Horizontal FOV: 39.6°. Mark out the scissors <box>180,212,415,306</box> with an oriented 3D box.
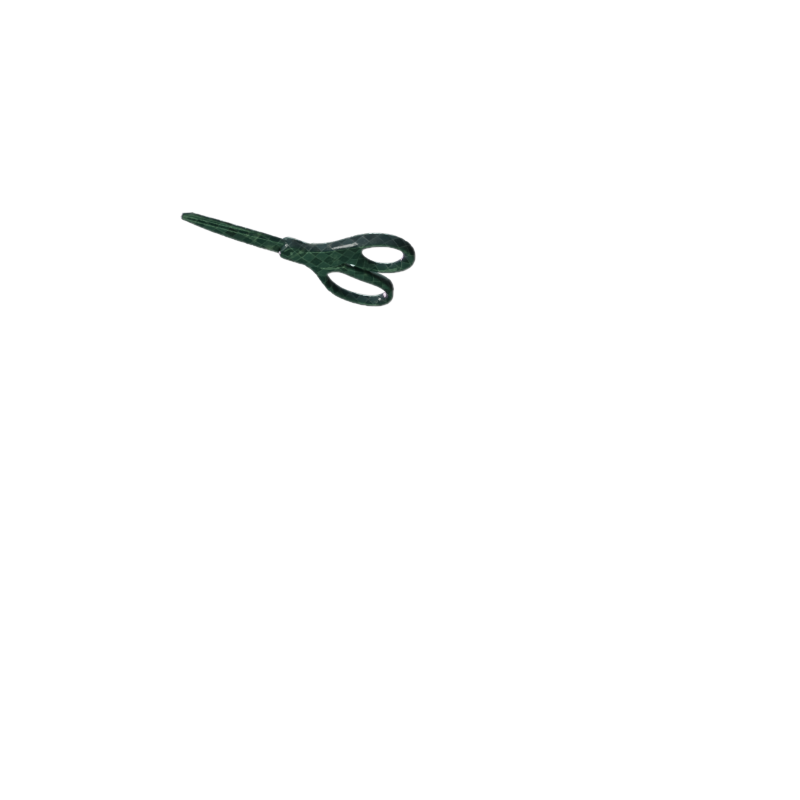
[{"bbox_3d":[-0.071,-0.130,0.911,0.190,0.017,0.095,27,-43,-34],"label":"scissors"}]
